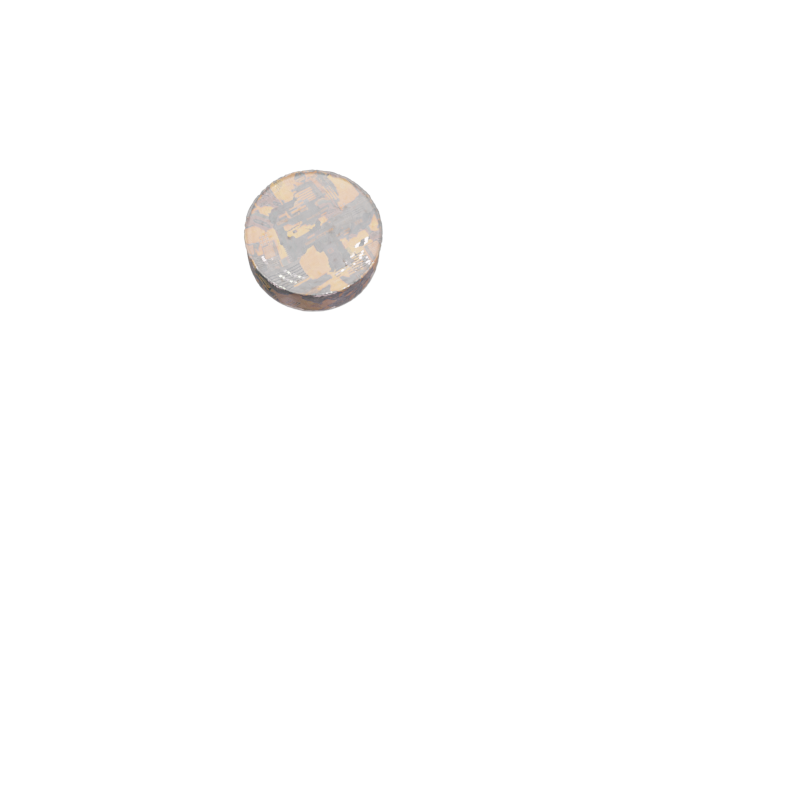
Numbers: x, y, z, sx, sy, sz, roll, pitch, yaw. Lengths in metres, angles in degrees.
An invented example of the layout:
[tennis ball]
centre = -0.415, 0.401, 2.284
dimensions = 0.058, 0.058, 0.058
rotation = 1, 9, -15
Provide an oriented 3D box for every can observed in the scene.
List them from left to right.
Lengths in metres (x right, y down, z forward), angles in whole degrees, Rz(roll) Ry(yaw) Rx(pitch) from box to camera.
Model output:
[can]
centre = -0.055, -0.100, 0.698
dimensions = 0.086, 0.091, 0.032
rotation = -1, -23, -1
